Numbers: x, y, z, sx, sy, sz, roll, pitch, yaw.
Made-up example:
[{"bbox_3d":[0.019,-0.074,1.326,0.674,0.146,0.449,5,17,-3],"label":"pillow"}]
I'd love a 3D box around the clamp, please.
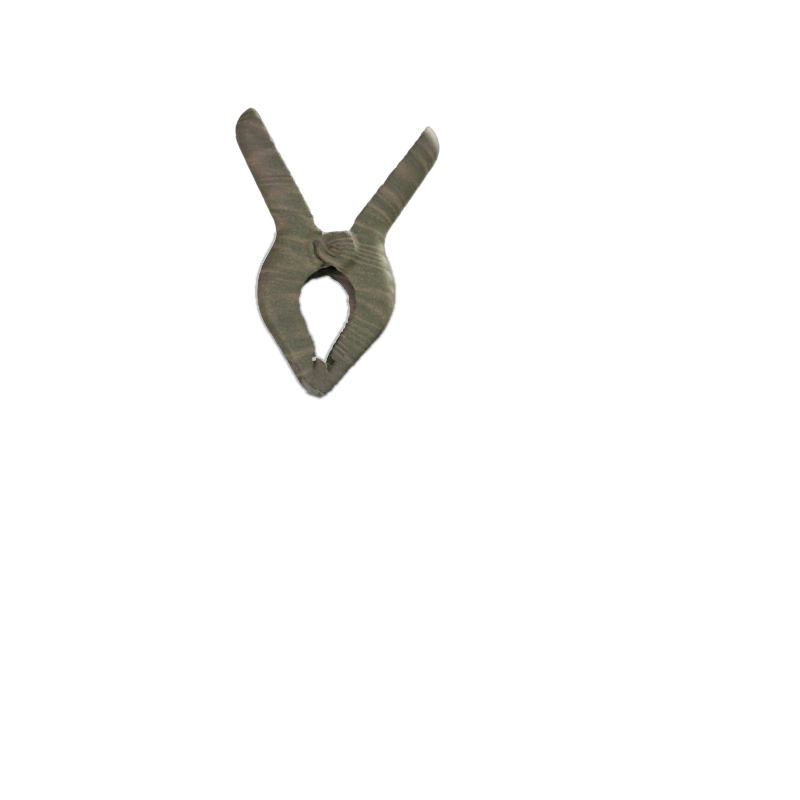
[{"bbox_3d":[-0.050,-0.091,0.639,0.121,0.178,0.038,11,-17,3],"label":"clamp"}]
